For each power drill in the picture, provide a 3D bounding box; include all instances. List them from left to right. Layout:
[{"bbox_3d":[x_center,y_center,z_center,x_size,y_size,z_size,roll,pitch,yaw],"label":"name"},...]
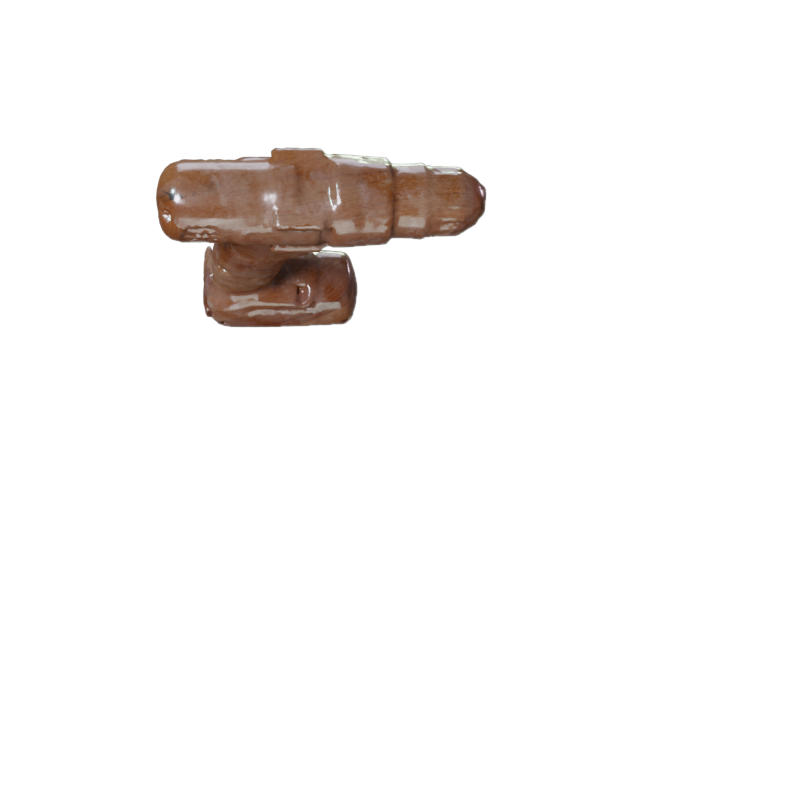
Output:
[{"bbox_3d":[-0.054,-0.098,0.685,0.183,0.060,0.181,2,-15,-6],"label":"power drill"}]
